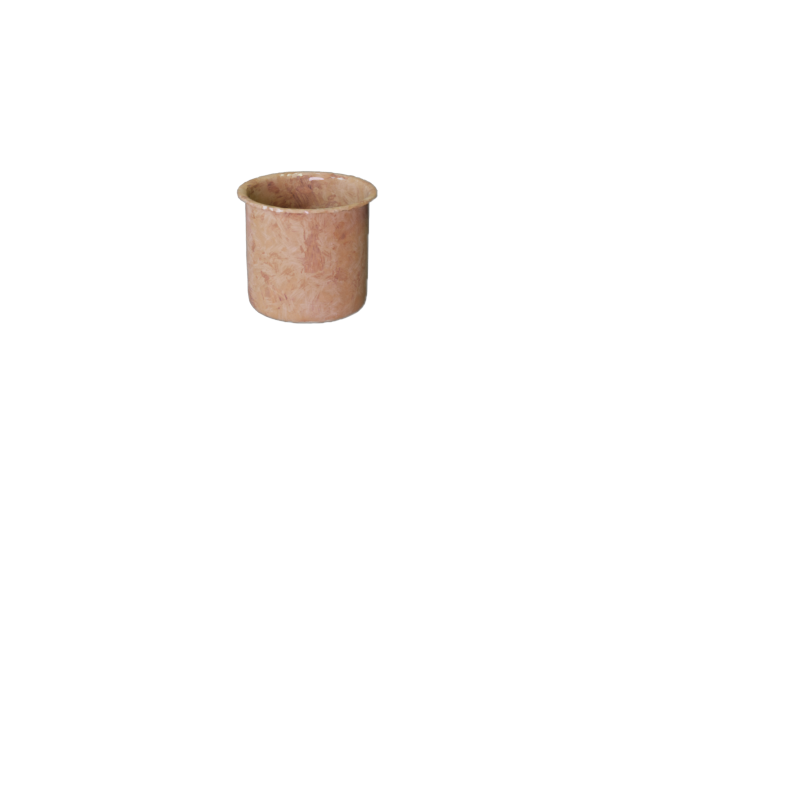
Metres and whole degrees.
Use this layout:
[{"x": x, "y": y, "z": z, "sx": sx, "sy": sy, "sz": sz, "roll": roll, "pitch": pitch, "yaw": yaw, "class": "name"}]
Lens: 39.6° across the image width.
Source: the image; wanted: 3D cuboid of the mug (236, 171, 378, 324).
[{"x": -0.059, "y": -0.108, "z": 0.753, "sx": 0.096, "sy": 0.078, "sz": 0.120, "roll": 7, "pitch": 25, "yaw": 14, "class": "mug"}]
